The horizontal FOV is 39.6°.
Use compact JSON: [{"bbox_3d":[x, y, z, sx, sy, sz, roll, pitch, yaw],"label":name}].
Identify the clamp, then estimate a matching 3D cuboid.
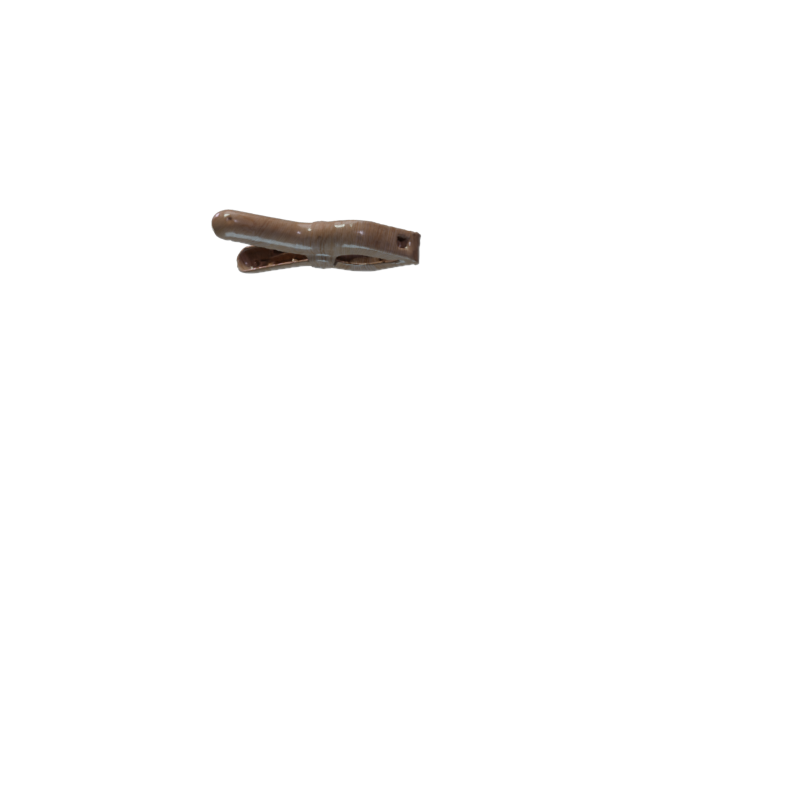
[{"bbox_3d":[-0.072,-0.131,0.921,0.174,0.040,0.115,-1,-5,14],"label":"clamp"}]
